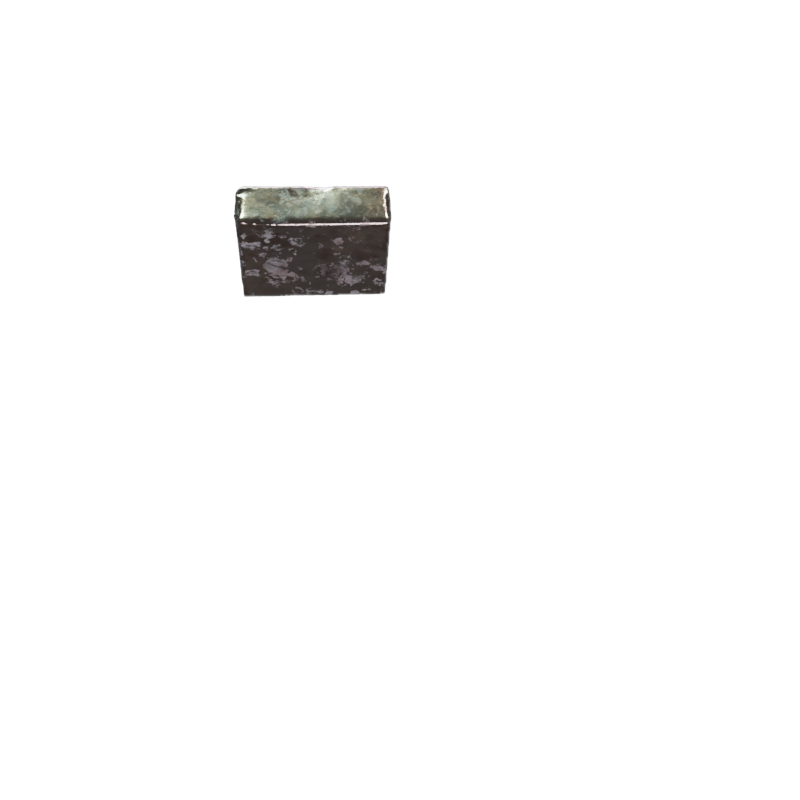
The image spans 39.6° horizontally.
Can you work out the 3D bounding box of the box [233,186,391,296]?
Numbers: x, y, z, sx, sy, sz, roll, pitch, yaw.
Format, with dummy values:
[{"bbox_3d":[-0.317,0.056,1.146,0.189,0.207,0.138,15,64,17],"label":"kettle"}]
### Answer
[{"bbox_3d":[-0.052,-0.094,0.657,0.089,0.032,0.068,0,-33,-1],"label":"box"}]
